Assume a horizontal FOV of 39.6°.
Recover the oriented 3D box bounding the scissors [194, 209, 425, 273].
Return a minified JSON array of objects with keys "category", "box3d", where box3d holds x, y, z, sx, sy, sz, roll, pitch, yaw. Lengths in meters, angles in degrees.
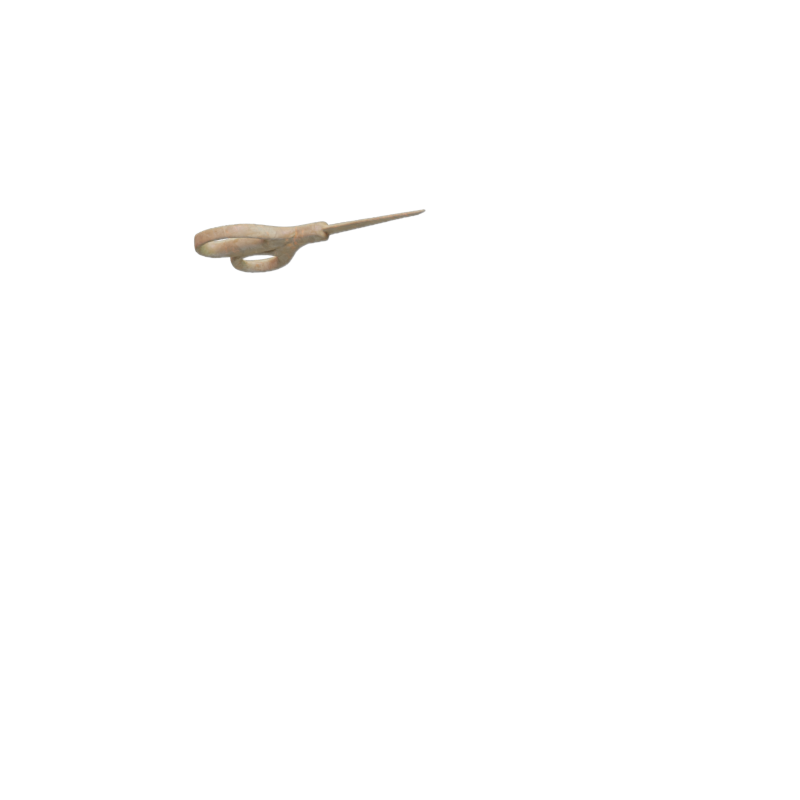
[{"category":"scissors","box3d":[-0.074,-0.135,0.944,0.204,0.016,0.091,-3,-15,10]}]
